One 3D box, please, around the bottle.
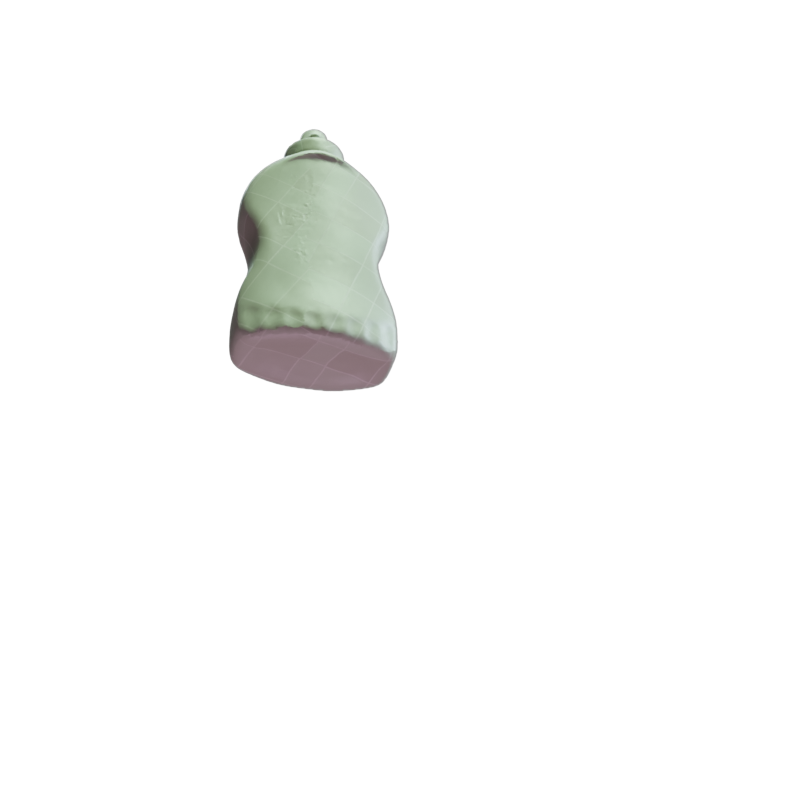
[{"bbox_3d":[-0.054,-0.100,0.696,0.095,0.206,0.055,5,-40,-10],"label":"bottle"}]
